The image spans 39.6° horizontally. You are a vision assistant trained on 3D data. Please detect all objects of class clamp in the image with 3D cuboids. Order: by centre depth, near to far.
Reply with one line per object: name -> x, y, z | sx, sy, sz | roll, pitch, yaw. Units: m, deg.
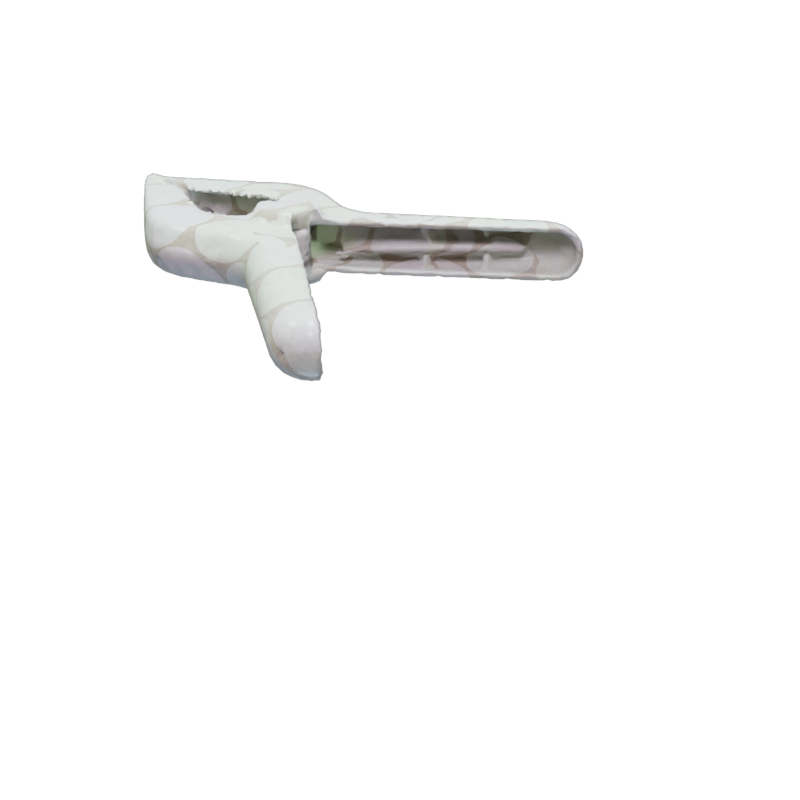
clamp -> -0.038, -0.070, 0.492 | 0.161, 0.035, 0.224 | -18, 29, -34
